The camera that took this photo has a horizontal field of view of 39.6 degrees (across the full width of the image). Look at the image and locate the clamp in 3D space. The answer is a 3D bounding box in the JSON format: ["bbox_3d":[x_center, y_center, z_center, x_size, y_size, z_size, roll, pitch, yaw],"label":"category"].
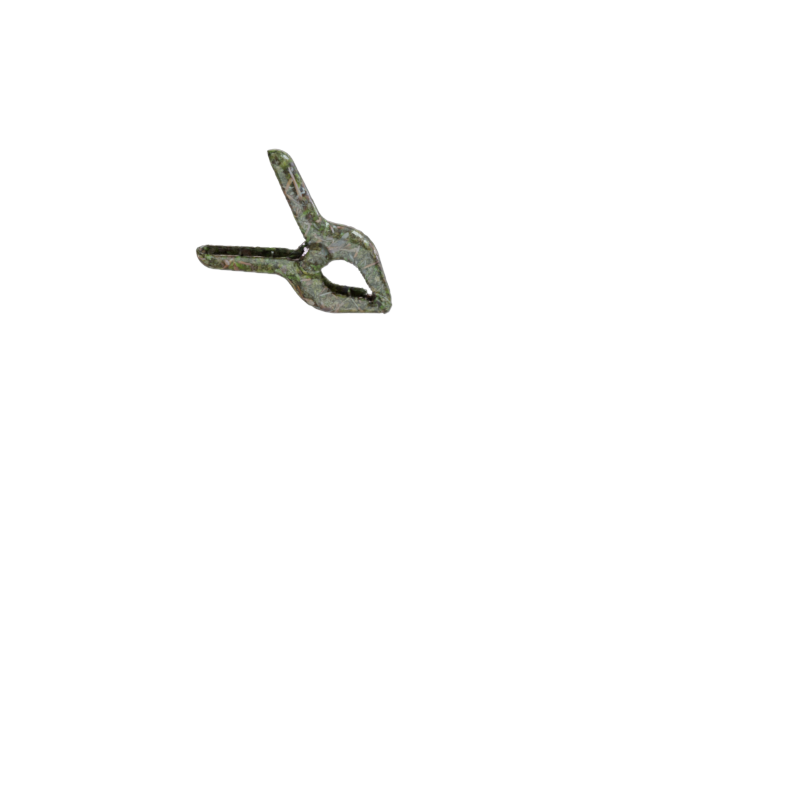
[{"bbox_3d":[-0.073,-0.134,0.938,0.167,0.116,0.042,24,28,-14],"label":"clamp"}]
